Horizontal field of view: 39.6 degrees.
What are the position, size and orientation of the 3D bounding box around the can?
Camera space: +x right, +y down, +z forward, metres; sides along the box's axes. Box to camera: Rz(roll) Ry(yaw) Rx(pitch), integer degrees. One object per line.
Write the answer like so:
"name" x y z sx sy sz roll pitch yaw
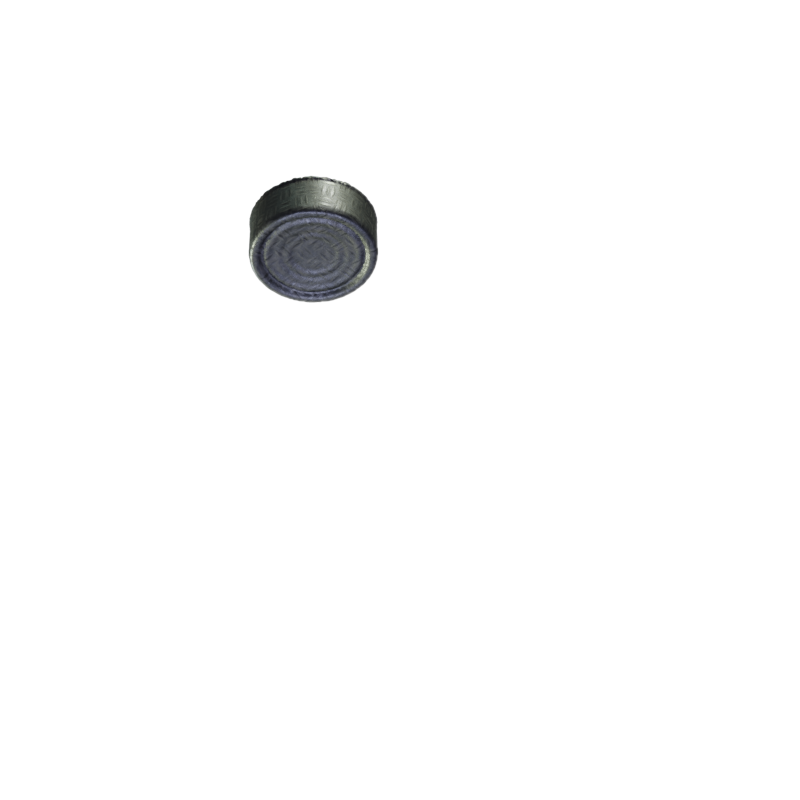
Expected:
"can" -0.057 -0.104 0.730 0.086 0.036 0.080 1 -43 -1
